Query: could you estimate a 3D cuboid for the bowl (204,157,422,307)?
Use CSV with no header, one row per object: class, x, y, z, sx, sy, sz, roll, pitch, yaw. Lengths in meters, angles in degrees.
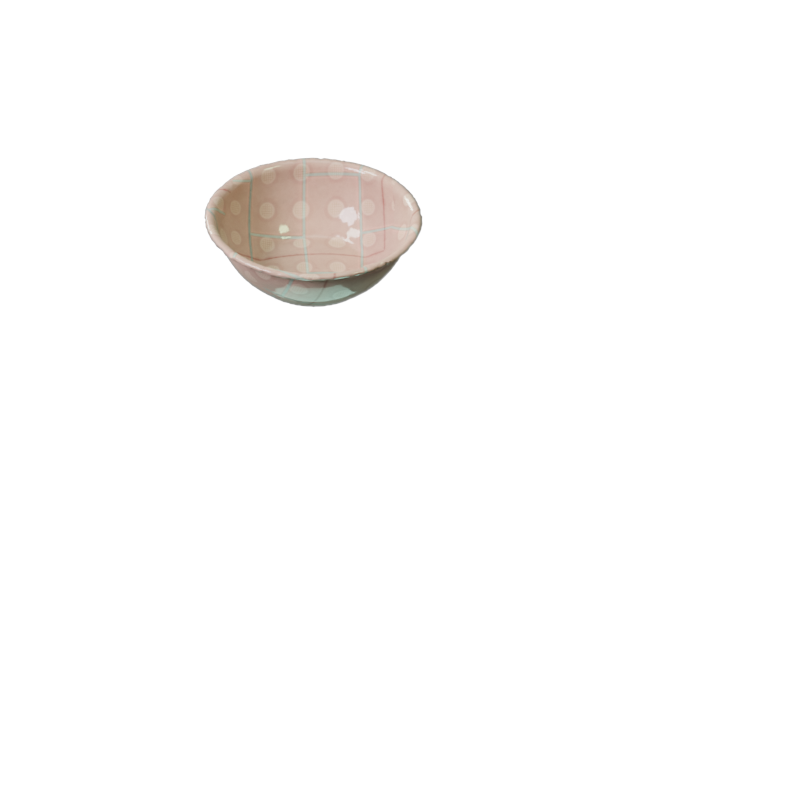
bowl,-0.066,-0.120,0.839,0.162,0.051,0.174,-1,40,-2
